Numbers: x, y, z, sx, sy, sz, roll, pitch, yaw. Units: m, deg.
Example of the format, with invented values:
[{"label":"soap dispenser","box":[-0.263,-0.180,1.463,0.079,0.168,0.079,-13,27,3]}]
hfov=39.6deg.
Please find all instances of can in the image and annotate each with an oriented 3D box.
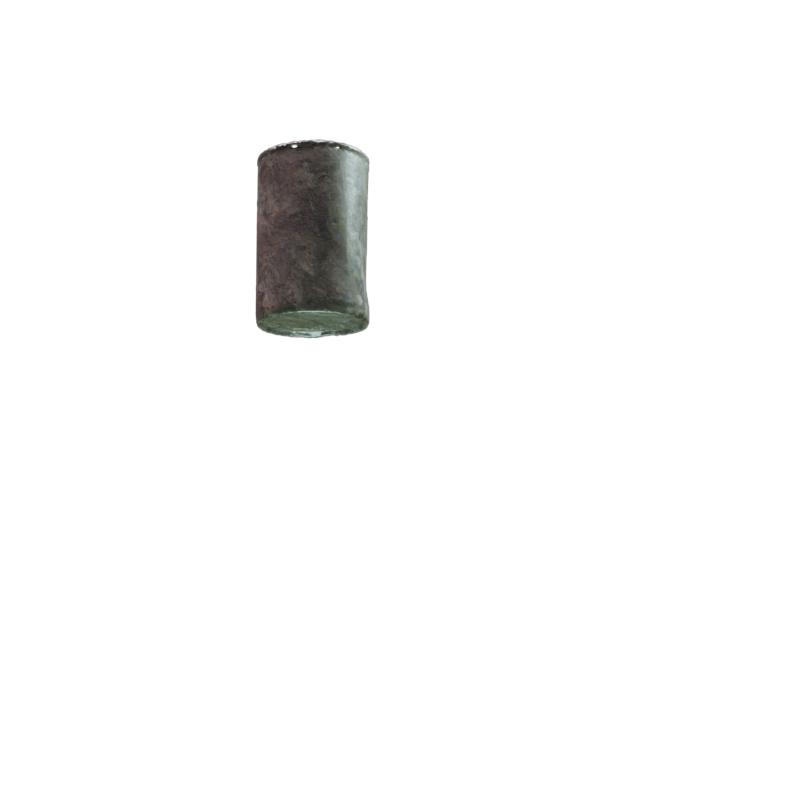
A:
[{"label":"can","box":[-0.051,-0.093,0.652,0.068,0.106,0.066,0,-15,-2]}]
